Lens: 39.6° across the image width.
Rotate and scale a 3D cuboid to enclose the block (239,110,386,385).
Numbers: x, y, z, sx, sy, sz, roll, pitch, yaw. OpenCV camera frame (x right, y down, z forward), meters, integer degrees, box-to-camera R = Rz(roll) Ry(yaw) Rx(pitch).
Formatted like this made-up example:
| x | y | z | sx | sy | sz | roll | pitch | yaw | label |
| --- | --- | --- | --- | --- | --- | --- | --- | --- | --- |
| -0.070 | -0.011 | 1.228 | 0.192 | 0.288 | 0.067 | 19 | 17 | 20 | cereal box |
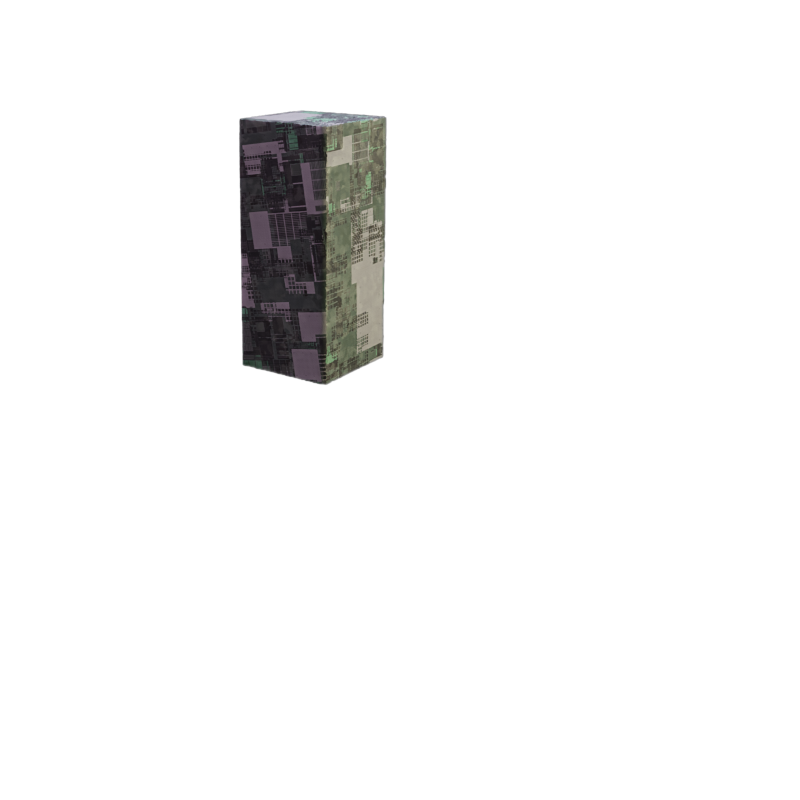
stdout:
| x | y | z | sx | sy | sz | roll | pitch | yaw | label |
| --- | --- | --- | --- | --- | --- | --- | --- | --- | --- |
| -0.072 | -0.131 | 0.916 | 0.094 | 0.200 | 0.089 | 10 | 17 | 31 | block |
